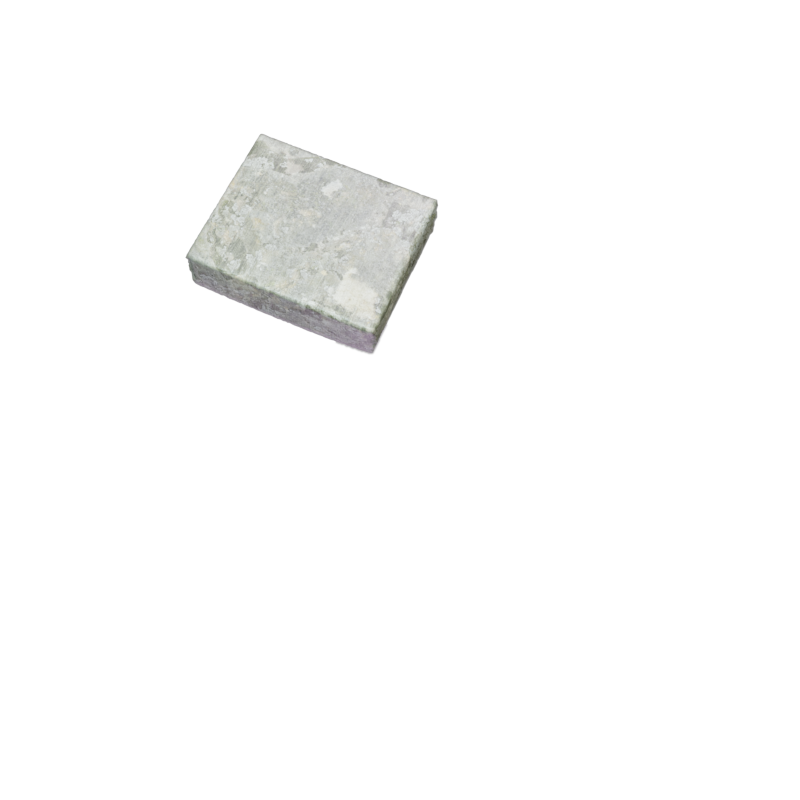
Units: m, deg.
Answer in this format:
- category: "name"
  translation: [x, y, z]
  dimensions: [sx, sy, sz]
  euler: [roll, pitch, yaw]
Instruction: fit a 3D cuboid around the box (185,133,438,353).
- category: "box"
  translation: [-0.048, -0.087, 0.613]
  dimensions: [0.116, 0.093, 0.037]
  euler: [22, -25, 10]
